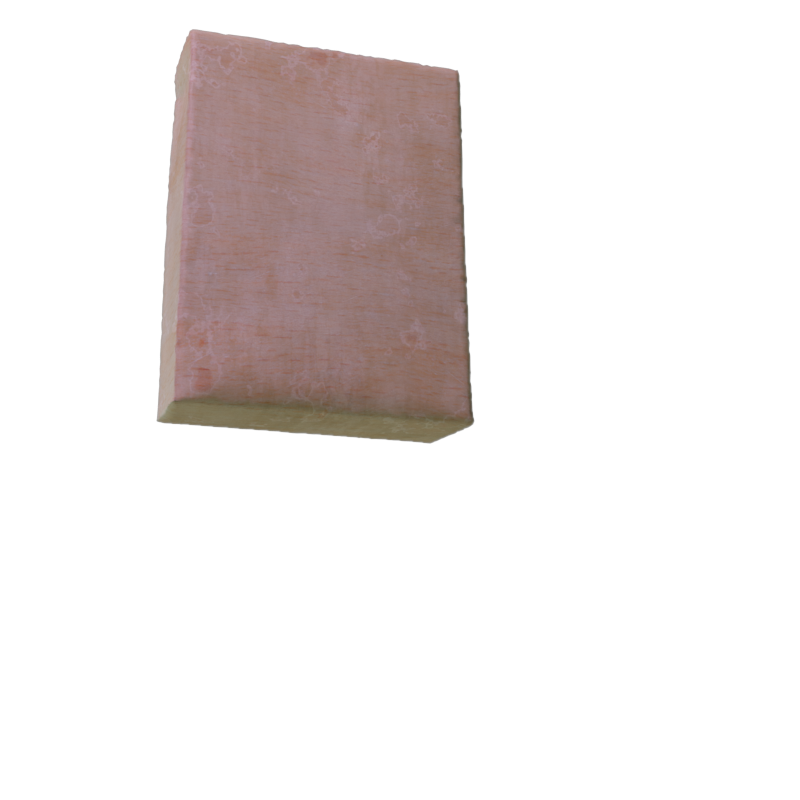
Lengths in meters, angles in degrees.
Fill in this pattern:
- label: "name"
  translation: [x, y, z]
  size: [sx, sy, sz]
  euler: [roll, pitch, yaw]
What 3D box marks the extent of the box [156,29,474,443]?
- label: "box"
  translation: [-0.049, -0.089, 0.627]
  size: [0.160, 0.224, 0.070]
  euler: [5, -20, -17]
